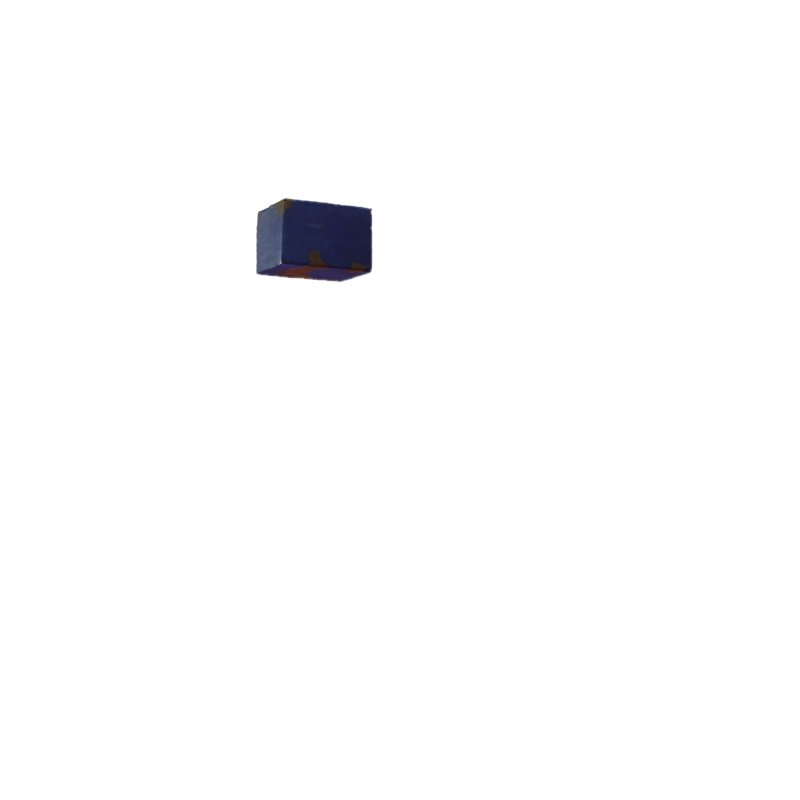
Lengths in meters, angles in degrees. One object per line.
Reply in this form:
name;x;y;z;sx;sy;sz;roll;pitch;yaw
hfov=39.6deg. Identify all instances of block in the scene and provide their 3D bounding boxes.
block;-0.067;-0.123;0.859;0.075;0.052;0.053;3;-8;-28
